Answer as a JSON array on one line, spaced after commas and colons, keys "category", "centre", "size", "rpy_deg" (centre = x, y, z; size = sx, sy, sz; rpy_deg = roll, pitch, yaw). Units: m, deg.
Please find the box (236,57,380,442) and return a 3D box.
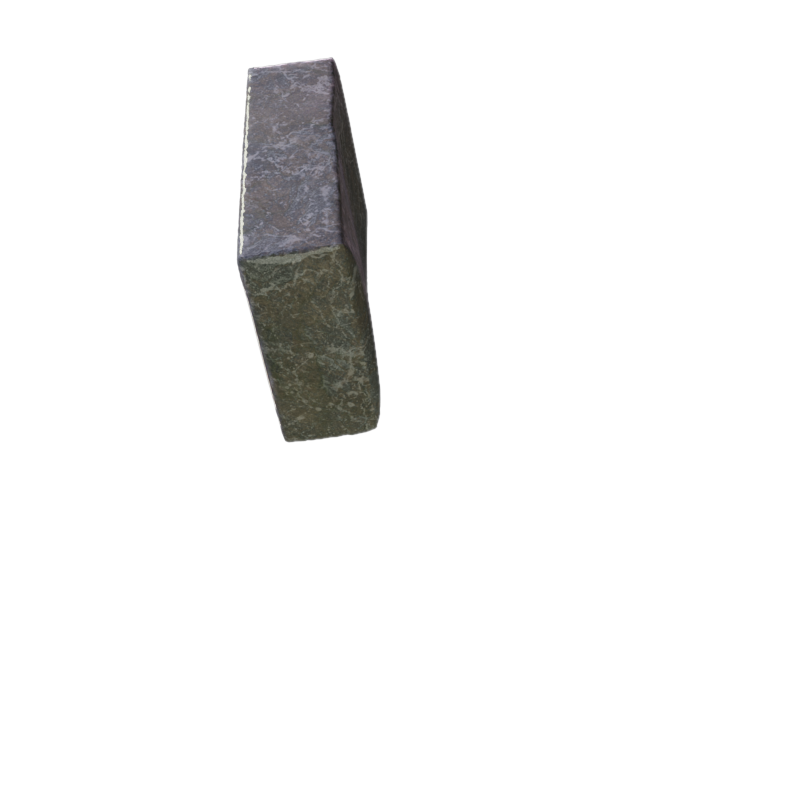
[{"category": "box", "centre": [-0.059, -0.107, 0.751], "size": [0.072, 0.152, 0.230], "rpy_deg": [-7, 43, 3]}]
